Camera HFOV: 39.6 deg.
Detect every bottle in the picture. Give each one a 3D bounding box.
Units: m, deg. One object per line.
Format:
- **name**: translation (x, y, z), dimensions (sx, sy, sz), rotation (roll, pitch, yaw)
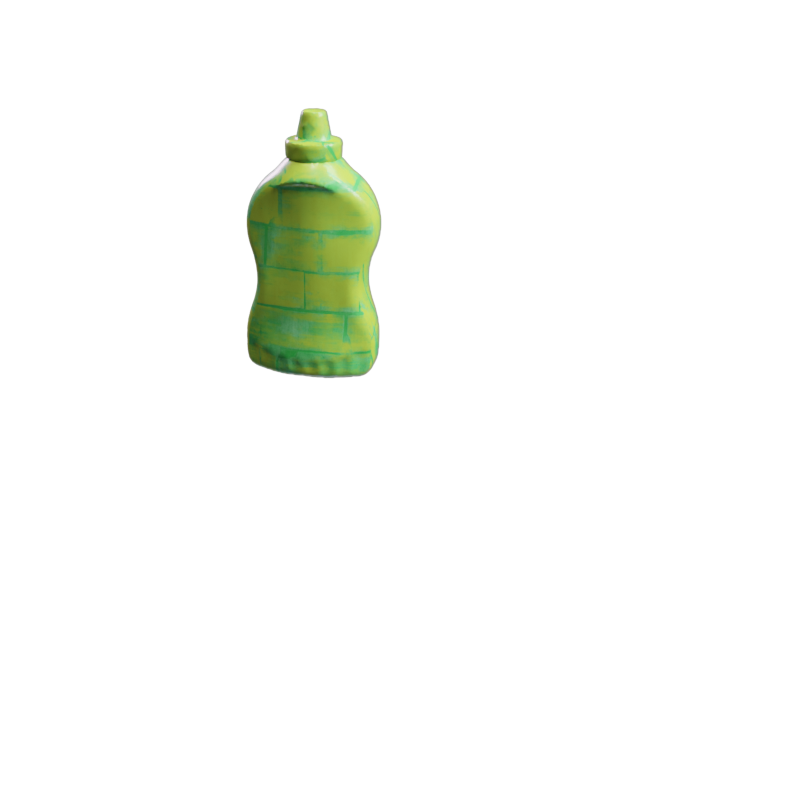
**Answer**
- **bottle**: translation (-0.063, -0.114, 0.801), dimensions (0.098, 0.184, 0.059), rotation (6, 19, 14)
